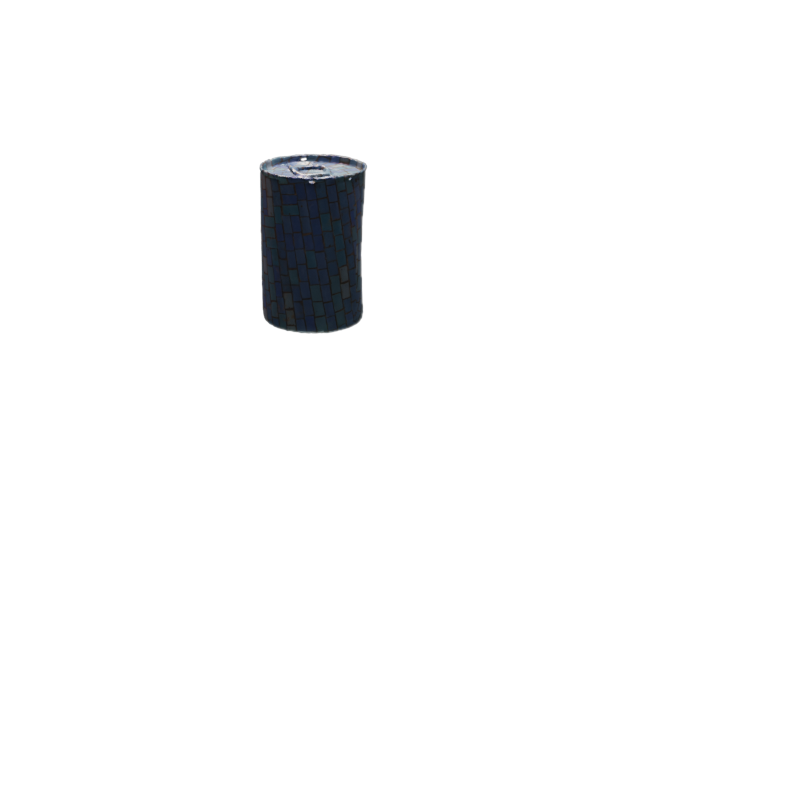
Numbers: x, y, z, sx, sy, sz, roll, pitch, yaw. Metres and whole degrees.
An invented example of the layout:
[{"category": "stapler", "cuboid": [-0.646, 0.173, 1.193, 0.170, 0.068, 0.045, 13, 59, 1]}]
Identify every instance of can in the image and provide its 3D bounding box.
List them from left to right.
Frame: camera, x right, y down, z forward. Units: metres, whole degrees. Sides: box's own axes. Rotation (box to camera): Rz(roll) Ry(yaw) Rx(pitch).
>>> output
[{"category": "can", "cuboid": [-0.056, -0.102, 0.714, 0.068, 0.098, 0.072, 0, 20, -2]}]
